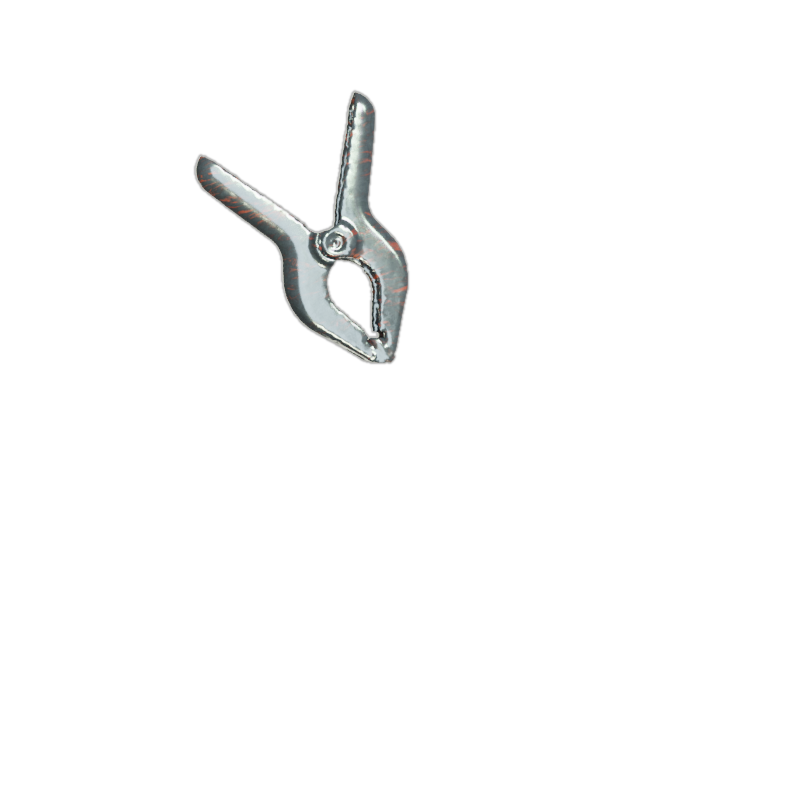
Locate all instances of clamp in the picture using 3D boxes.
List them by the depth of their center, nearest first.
[{"bbox_3d":[-0.055,-0.100,0.697,0.120,0.174,0.039,-16,-5,-2],"label":"clamp"}]
